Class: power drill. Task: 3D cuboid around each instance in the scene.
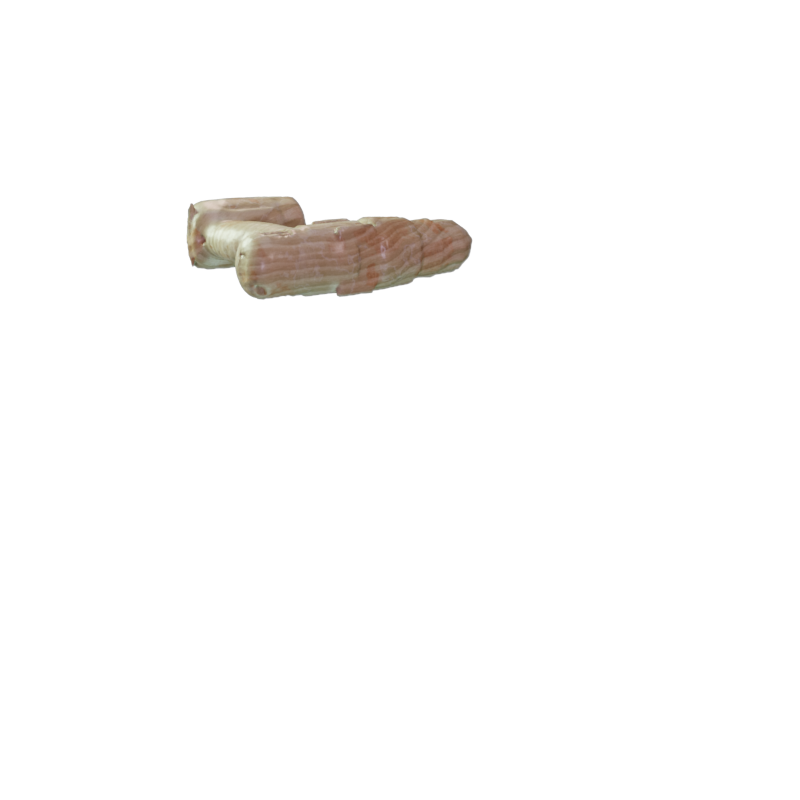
[{"bbox_3d":[-0.066,-0.120,0.837,0.179,0.056,0.198,-8,16,-31],"label":"power drill"}]
